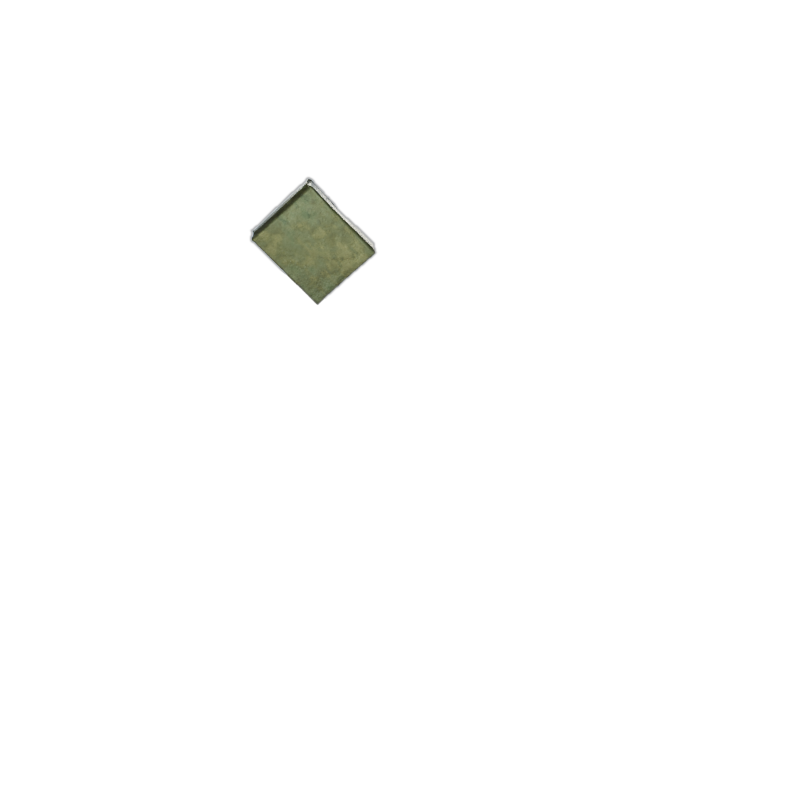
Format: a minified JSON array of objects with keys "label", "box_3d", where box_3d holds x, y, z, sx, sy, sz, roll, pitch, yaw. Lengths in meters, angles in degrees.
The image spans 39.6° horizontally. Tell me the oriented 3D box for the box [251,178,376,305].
[{"label":"box","box_3d":[-0.078,-0.142,0.993,0.072,0.086,0.031,-42,14,12]}]
